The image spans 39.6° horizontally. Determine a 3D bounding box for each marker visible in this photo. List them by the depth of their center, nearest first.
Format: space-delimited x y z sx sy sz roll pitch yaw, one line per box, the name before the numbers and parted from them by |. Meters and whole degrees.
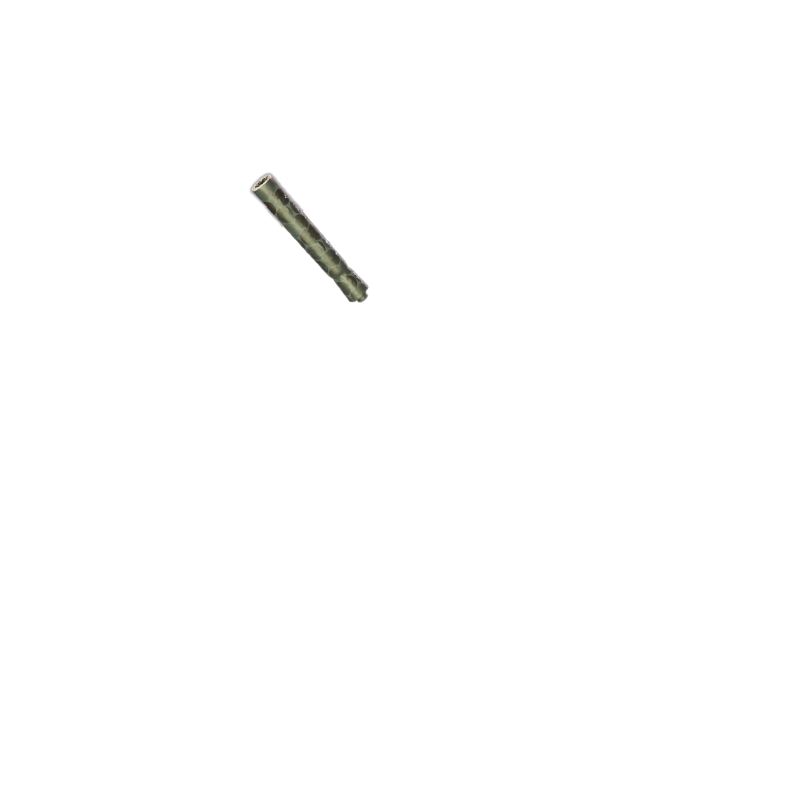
marker | -0.064 -0.117 0.819 0.020 0.115 0.021 -37 20 16
